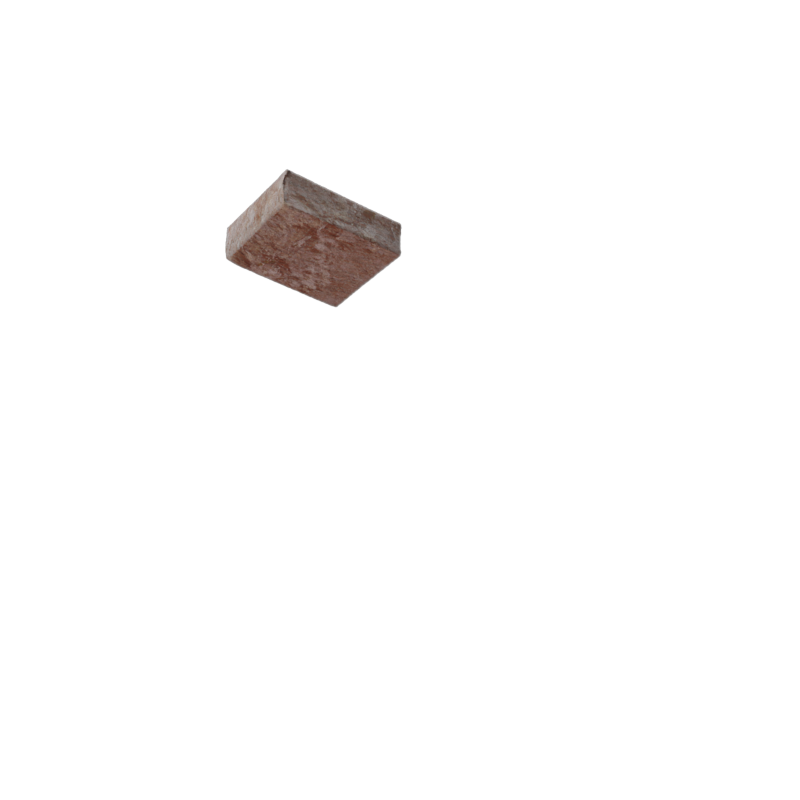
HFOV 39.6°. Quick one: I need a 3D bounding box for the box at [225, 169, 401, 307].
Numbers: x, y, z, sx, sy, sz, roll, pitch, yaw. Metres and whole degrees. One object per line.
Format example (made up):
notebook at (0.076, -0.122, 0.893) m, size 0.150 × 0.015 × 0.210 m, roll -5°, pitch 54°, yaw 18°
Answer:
box at (-0.069, -0.125, 0.878) m, size 0.108 × 0.042 × 0.088 m, roll 21°, pitch -39°, yaw -29°
